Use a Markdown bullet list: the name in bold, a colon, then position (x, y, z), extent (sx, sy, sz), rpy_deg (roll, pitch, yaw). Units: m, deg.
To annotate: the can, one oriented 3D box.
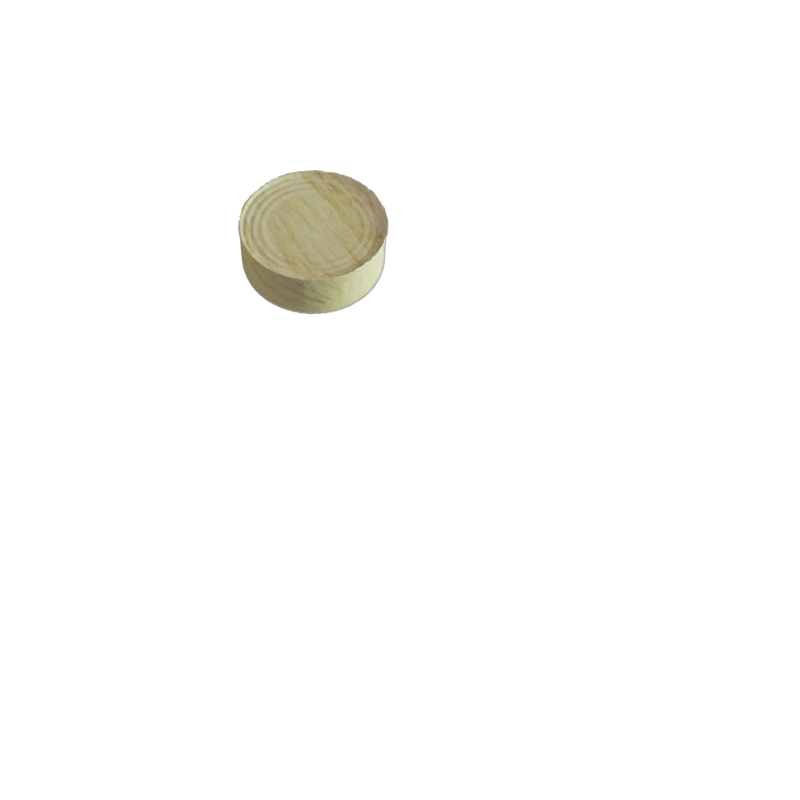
- **can**: position (-0.050, -0.092, 0.644), extent (0.086, 0.092, 0.031), rpy_deg (-1, -38, -1)
